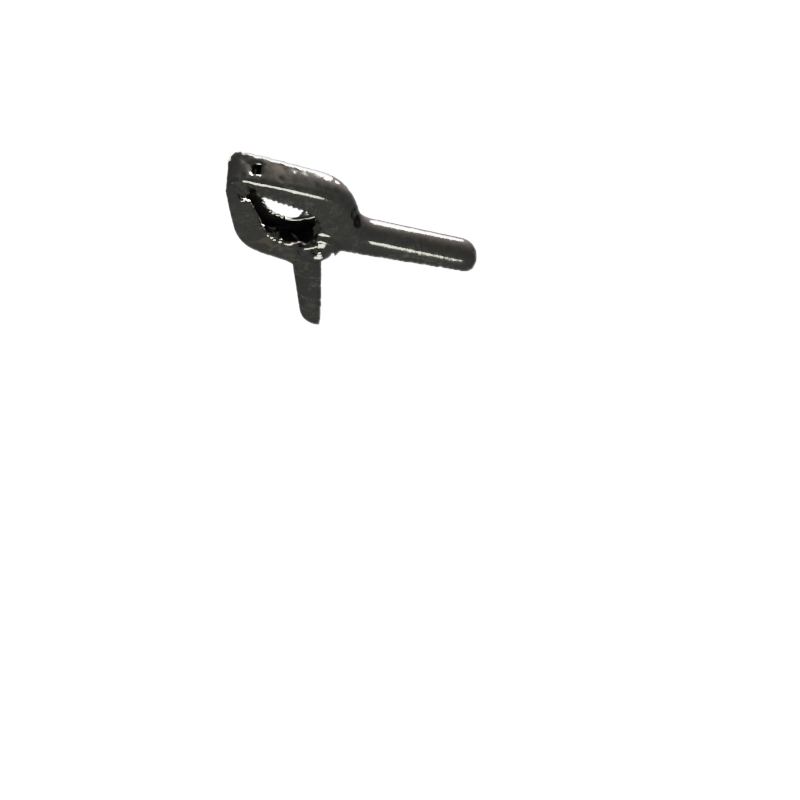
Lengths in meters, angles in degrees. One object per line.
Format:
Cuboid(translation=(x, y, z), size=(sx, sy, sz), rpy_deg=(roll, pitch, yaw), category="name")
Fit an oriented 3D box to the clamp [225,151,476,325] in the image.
Cuboid(translation=(-0.066, -0.121, 0.848), size=(0.165, 0.039, 0.196), rpy_deg=(-24, -36, 37), category="clamp")
